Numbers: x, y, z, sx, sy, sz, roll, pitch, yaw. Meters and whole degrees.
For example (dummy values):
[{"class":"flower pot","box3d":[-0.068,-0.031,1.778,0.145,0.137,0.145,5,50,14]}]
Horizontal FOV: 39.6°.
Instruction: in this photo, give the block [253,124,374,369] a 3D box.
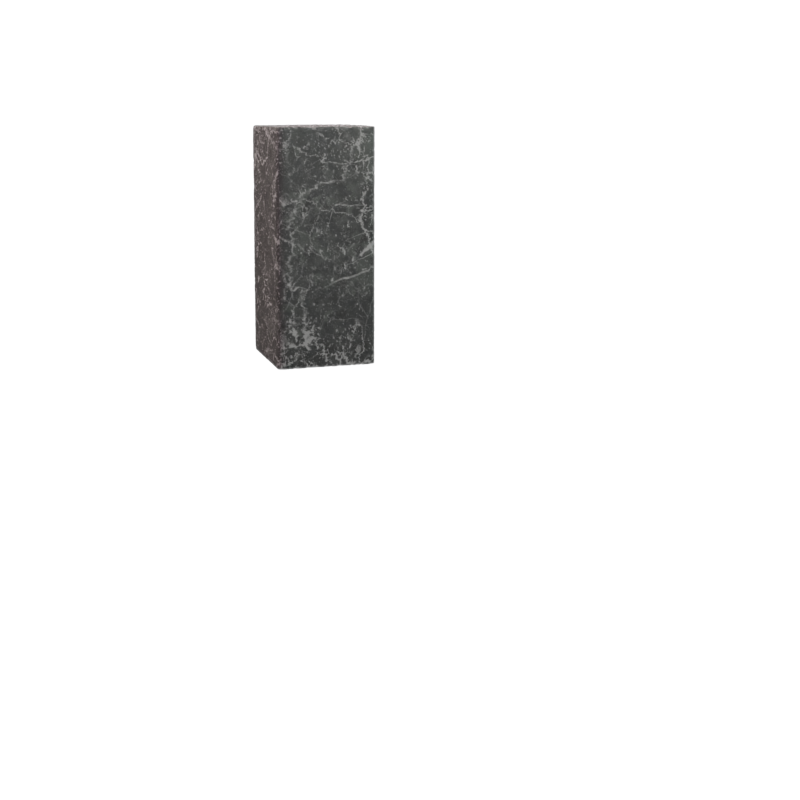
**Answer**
[{"class":"block","box3d":[-0.078,-0.141,0.984,0.088,0.202,0.094,-2,9,-19]}]
